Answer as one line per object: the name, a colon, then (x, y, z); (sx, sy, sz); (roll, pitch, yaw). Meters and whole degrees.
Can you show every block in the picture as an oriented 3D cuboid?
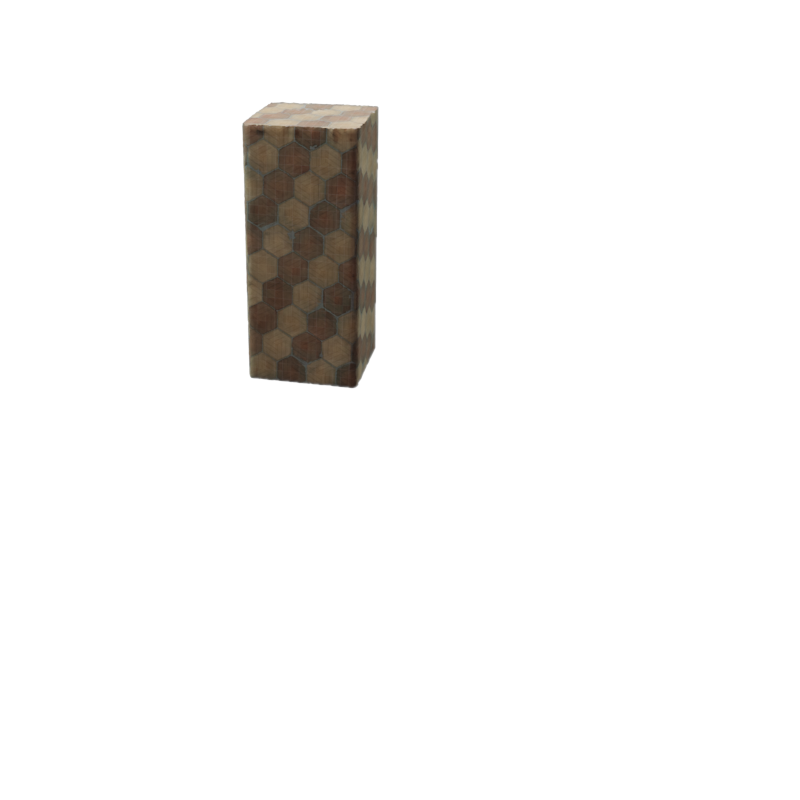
block: (-0.069, -0.125, 0.878); (0.092, 0.197, 0.093); (5, 20, 10)
